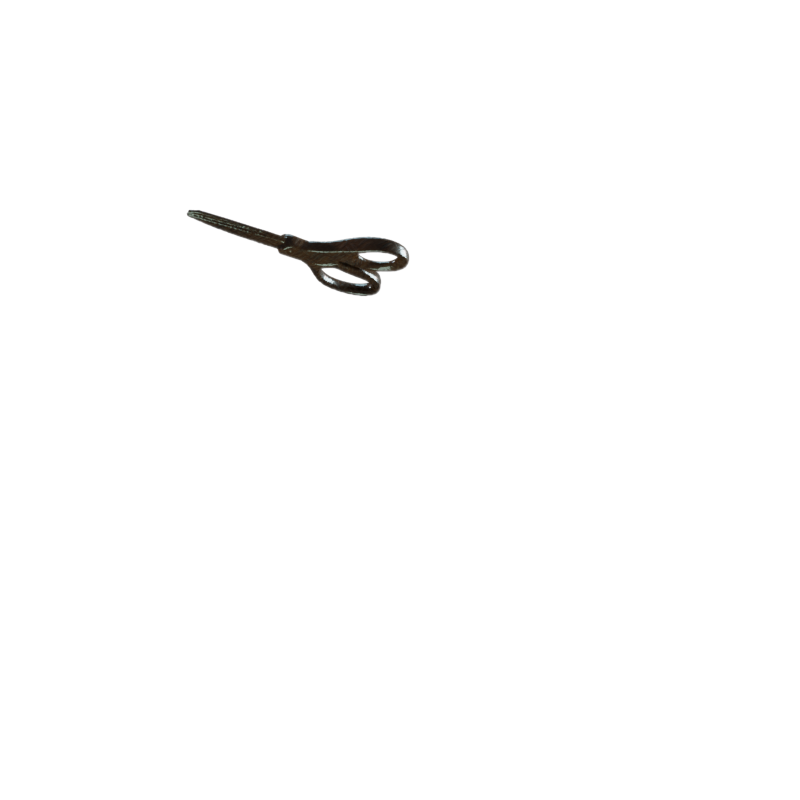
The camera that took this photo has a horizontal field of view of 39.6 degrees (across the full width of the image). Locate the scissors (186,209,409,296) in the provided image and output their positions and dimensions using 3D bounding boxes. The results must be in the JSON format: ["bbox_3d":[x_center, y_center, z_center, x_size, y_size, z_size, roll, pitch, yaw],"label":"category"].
[{"bbox_3d":[-0.072,-0.132,0.923,0.097,0.017,0.188,-18,-29,36],"label":"scissors"}]
